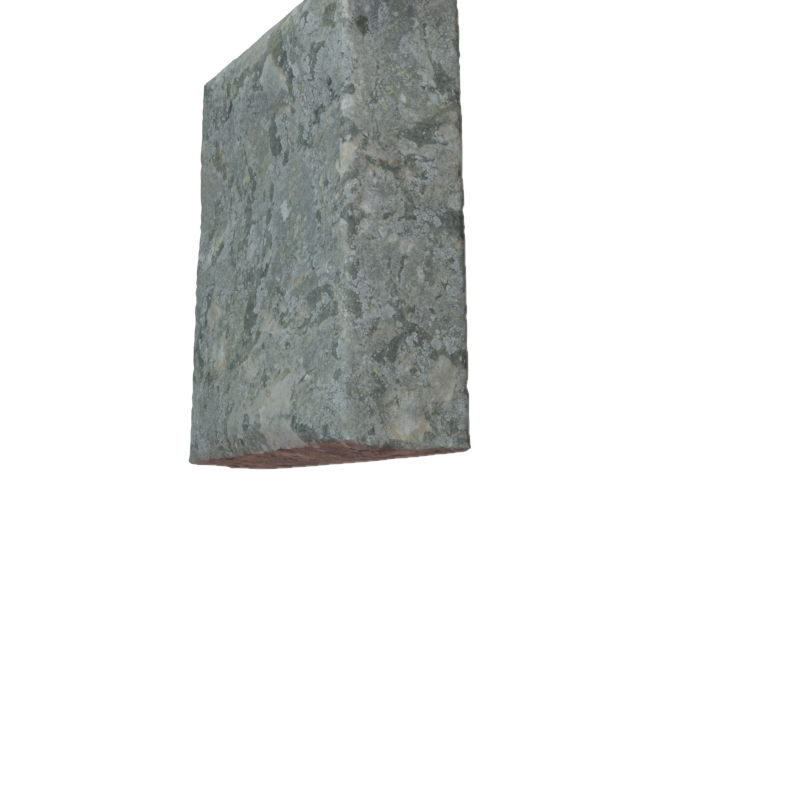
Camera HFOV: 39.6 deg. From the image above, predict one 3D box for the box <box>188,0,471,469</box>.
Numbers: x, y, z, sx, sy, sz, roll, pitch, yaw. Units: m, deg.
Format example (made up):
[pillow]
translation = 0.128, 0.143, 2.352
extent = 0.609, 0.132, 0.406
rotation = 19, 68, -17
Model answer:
[box]
translation = -0.043, -0.078, 0.545
extent = 0.069, 0.220, 0.166
rotation = 7, -13, -32
